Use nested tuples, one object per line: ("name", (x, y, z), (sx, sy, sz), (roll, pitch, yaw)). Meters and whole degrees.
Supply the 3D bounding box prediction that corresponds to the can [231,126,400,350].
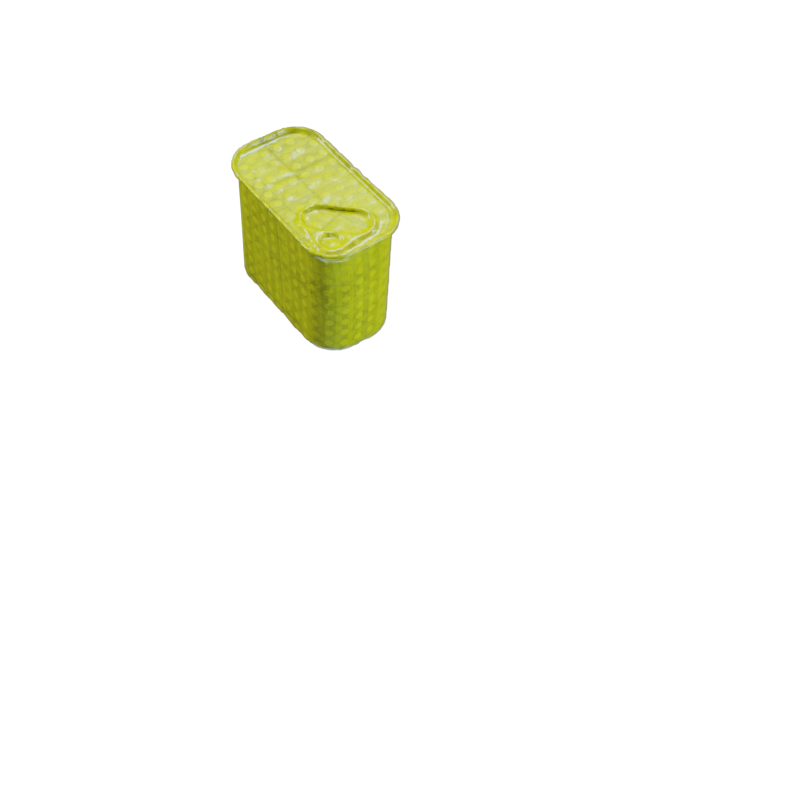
("can", (-0.048, -0.088, 0.619), (0.057, 0.078, 0.109), (-27, 56, -23))
